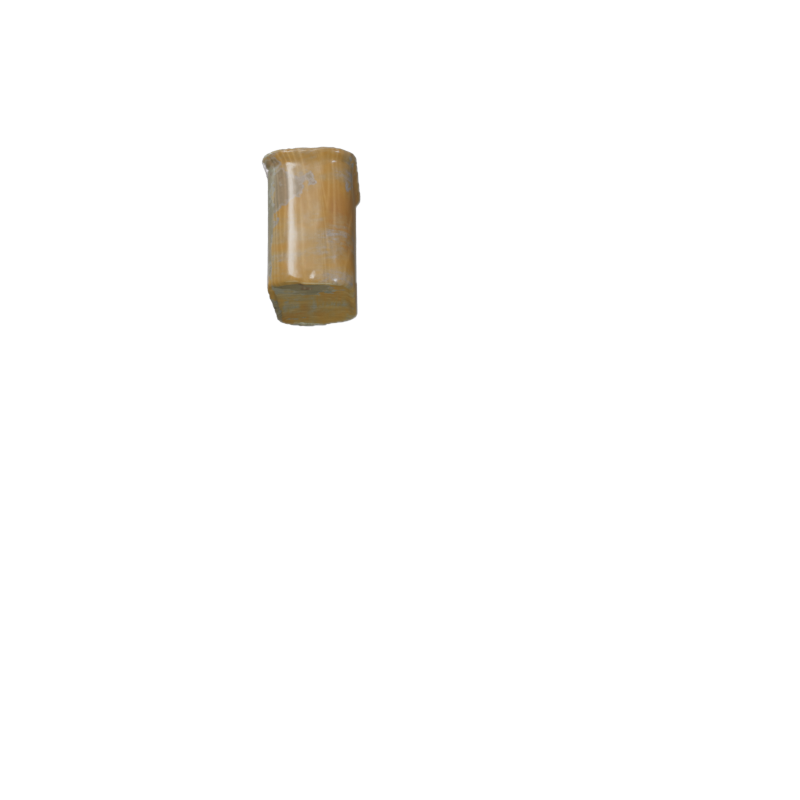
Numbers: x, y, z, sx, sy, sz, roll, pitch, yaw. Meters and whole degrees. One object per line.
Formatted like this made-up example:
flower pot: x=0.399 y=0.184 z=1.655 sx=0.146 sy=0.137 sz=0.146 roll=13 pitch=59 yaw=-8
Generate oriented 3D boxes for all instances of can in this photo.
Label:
can: x=-0.054 y=-0.098 z=0.686 sx=0.058 sy=0.087 sz=0.098 roll=-1 pitch=-14 yaw=1
